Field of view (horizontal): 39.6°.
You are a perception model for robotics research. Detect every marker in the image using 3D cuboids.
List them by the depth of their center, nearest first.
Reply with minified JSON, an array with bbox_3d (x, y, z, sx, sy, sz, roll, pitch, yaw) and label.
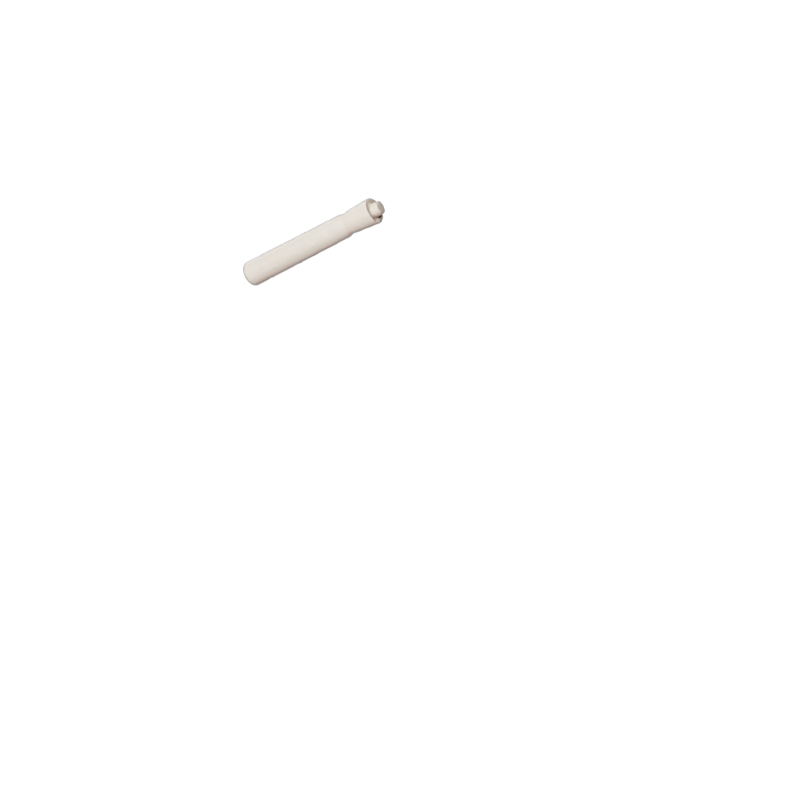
[{"bbox_3d":[-0.061,-0.111,0.775,0.121,0.020,0.019,-22,-9,33],"label":"marker"}]
